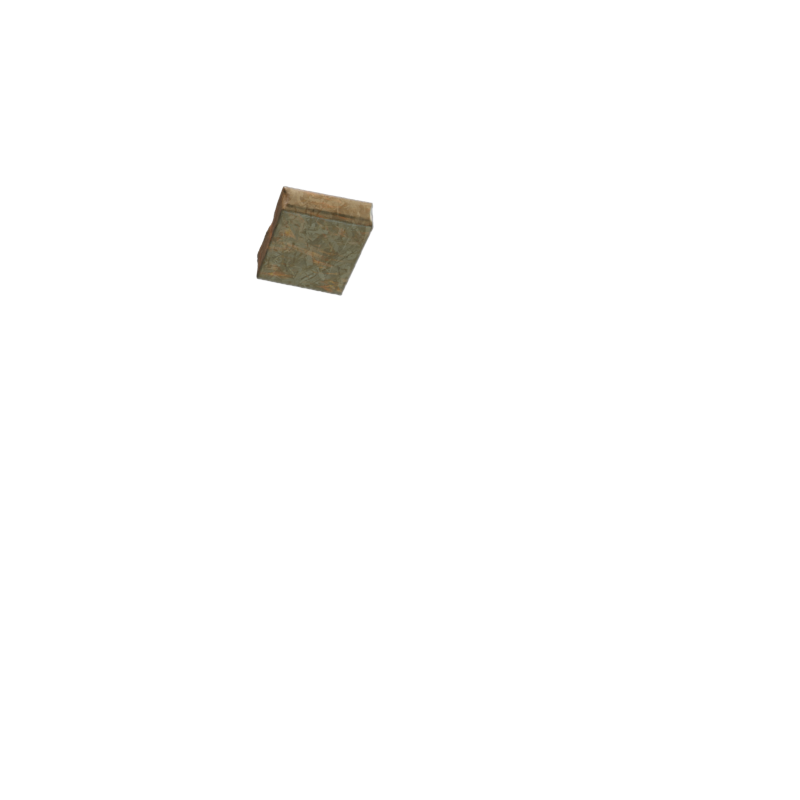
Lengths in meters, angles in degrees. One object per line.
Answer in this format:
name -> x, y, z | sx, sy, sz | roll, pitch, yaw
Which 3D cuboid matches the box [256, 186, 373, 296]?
box -> -0.069, -0.125, 0.879 | 0.071, 0.032, 0.085 | 11, -38, -14
